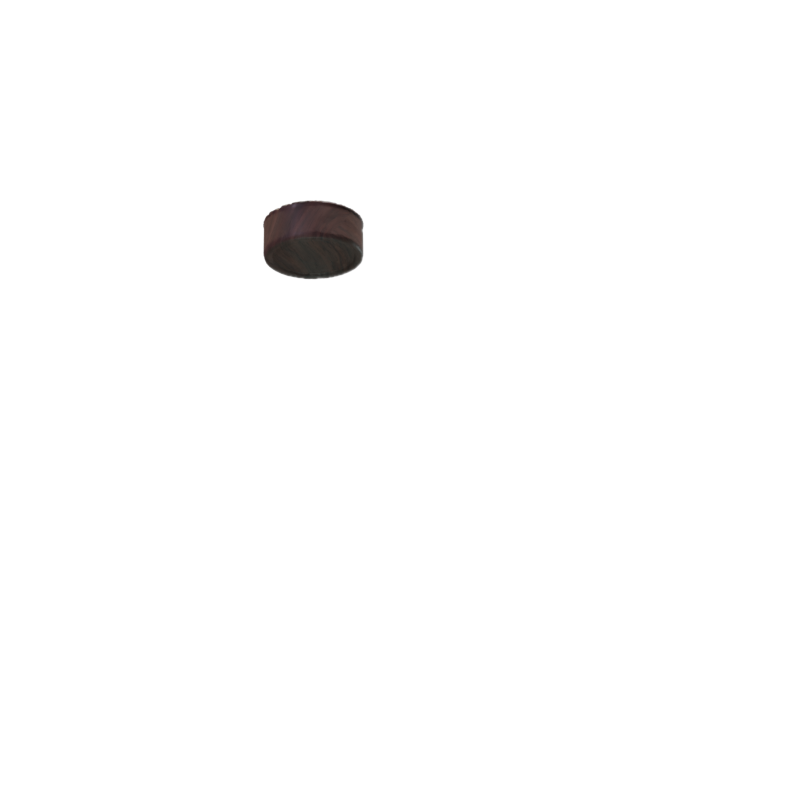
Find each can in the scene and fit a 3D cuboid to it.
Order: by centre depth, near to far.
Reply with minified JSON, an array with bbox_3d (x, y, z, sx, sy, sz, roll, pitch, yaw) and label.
[{"bbox_3d":[-0.074,-0.134,0.940,0.086,0.035,0.082,0,-21,-2],"label":"can"}]
